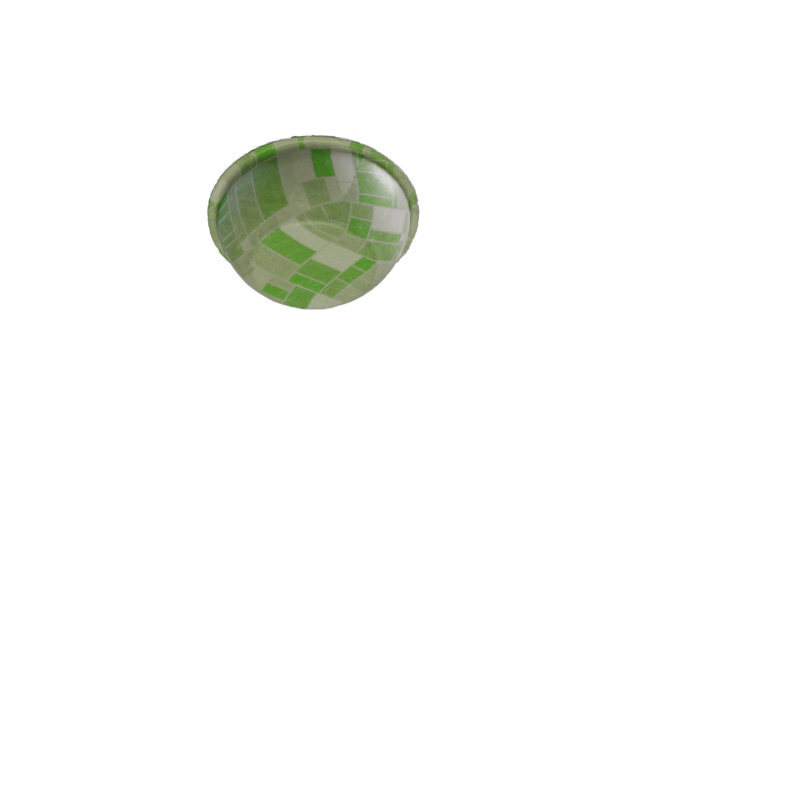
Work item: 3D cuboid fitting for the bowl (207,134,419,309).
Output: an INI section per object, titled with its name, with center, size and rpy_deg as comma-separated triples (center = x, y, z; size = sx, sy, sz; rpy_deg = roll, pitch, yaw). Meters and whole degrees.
[bowl]
center = -0.064, -0.118, 0.824
size = 0.162, 0.059, 0.151
rpy_deg = 1, -42, -1
